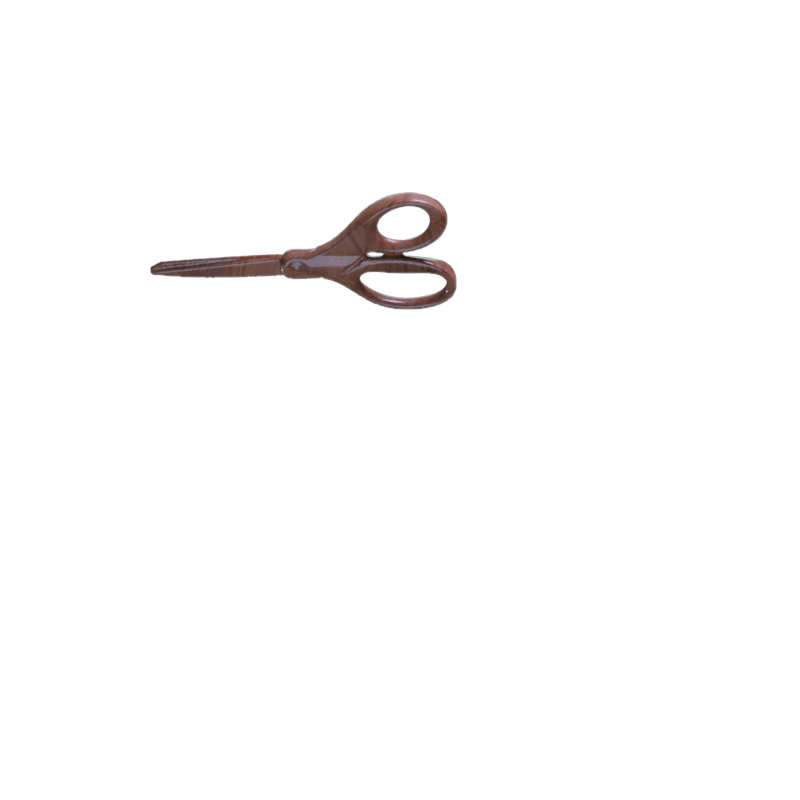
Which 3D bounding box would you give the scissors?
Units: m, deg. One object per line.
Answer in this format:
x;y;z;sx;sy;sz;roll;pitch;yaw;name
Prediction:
-0.057;-0.103;0.722;0.199;0.091;0.017;10;35;-7;scissors
